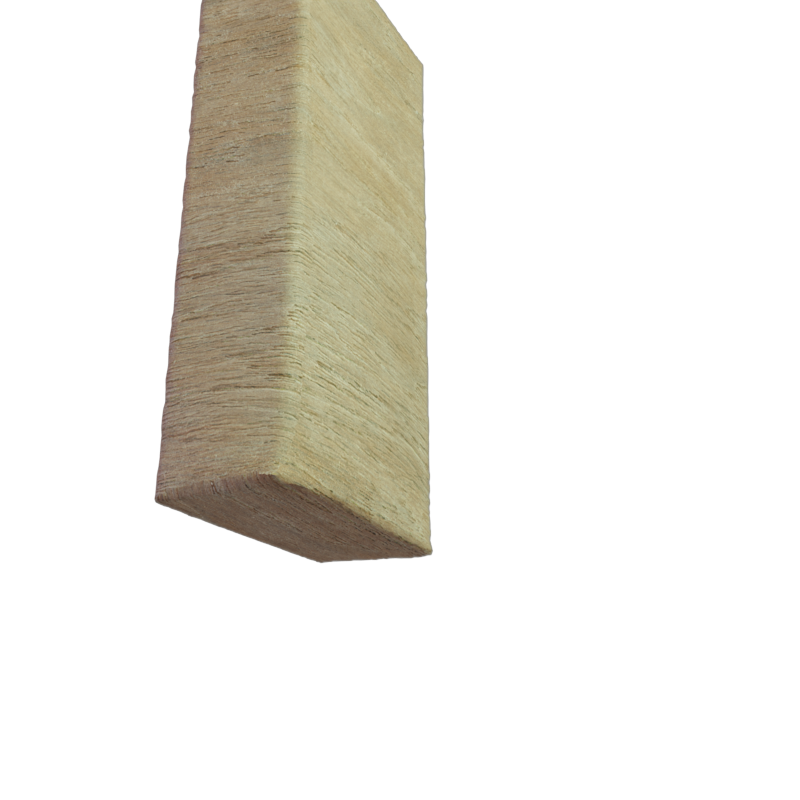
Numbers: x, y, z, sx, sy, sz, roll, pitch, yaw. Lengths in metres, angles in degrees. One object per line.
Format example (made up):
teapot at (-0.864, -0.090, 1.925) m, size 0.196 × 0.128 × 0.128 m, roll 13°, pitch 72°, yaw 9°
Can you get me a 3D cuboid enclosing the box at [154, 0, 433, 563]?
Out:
box at (-0.027, -0.048, 0.340) m, size 0.049 × 0.187 × 0.087 m, roll -13°, pitch -27°, yaw 22°
